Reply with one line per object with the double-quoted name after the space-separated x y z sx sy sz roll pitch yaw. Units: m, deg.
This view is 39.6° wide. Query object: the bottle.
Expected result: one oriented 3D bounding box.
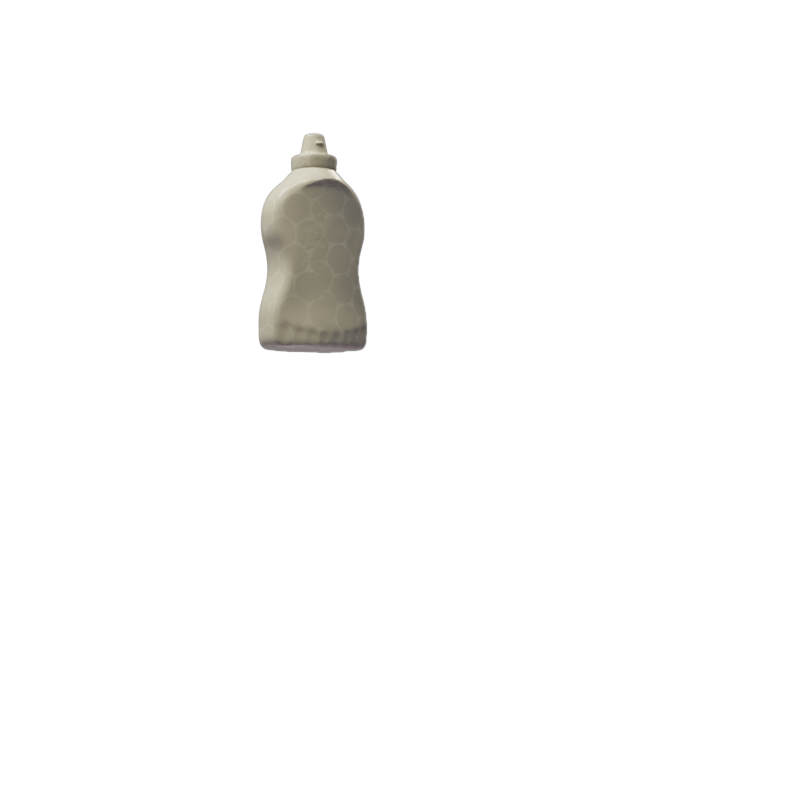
-0.076 -0.139 0.973 0.092 0.196 0.059 4 -9 -31 "bottle"
